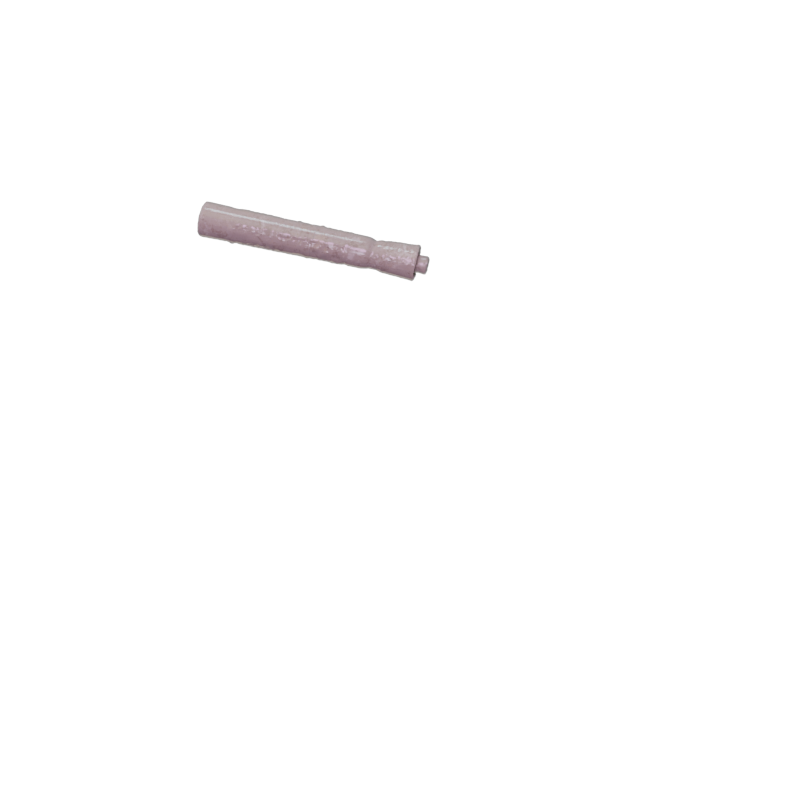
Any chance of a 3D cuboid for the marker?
[{"bbox_3d":[-0.045,-0.082,0.575,0.123,0.020,0.020,13,5,9],"label":"marker"}]
